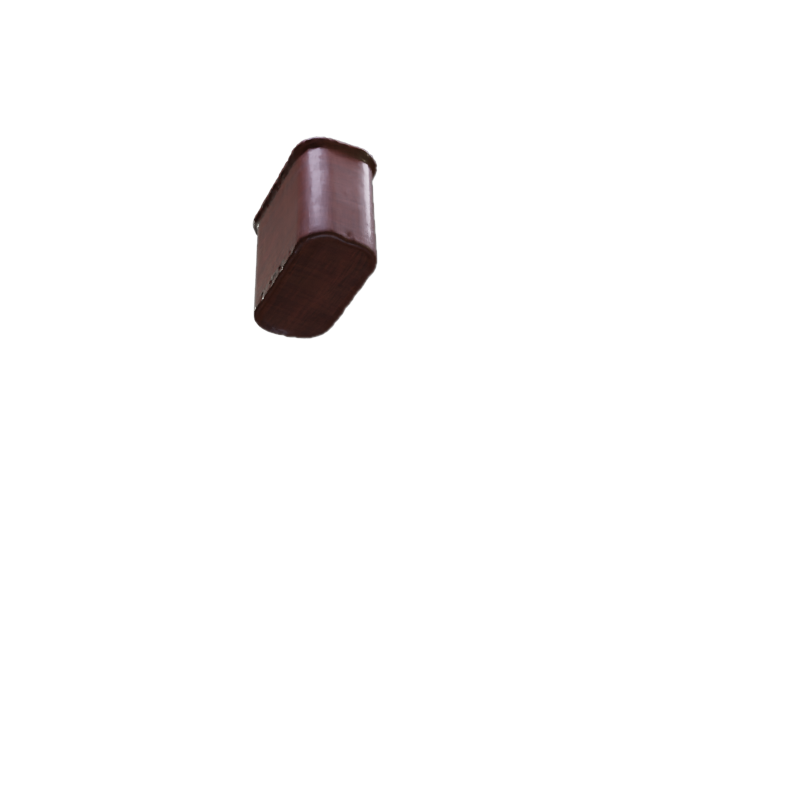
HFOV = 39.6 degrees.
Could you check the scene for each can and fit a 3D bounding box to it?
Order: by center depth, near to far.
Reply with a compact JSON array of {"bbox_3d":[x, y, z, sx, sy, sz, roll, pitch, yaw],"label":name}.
[{"bbox_3d":[-0.054,-0.100,0.697,0.055,0.090,0.098,17,-43,-22],"label":"can"}]
